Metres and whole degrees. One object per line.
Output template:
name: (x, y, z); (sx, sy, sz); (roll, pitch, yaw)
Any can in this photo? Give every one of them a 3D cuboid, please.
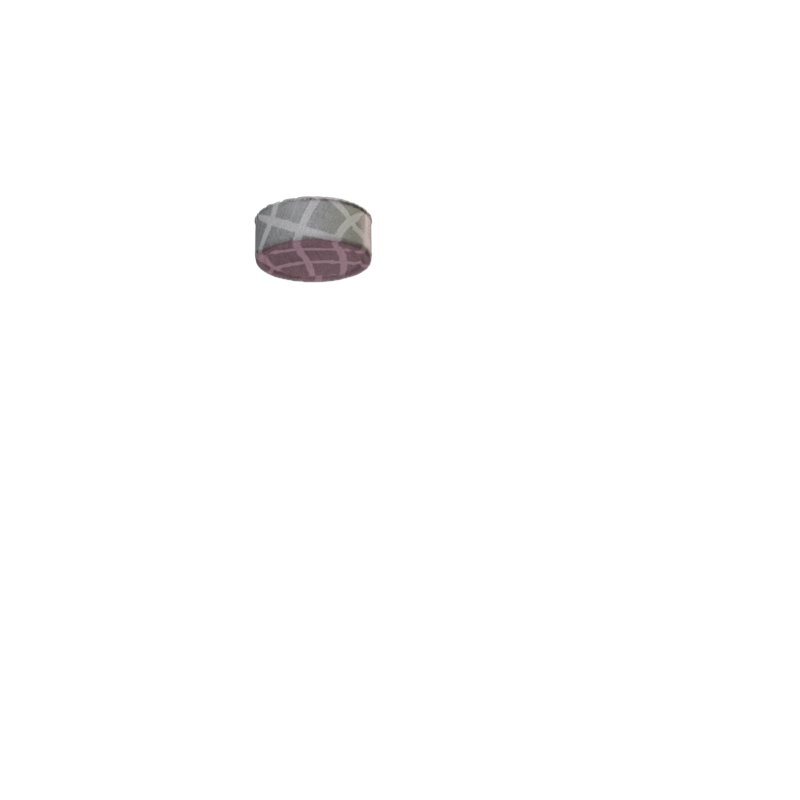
can: (-0.063, -0.114, 0.802); (0.086, 0.035, 0.082); (0, -16, -2)
